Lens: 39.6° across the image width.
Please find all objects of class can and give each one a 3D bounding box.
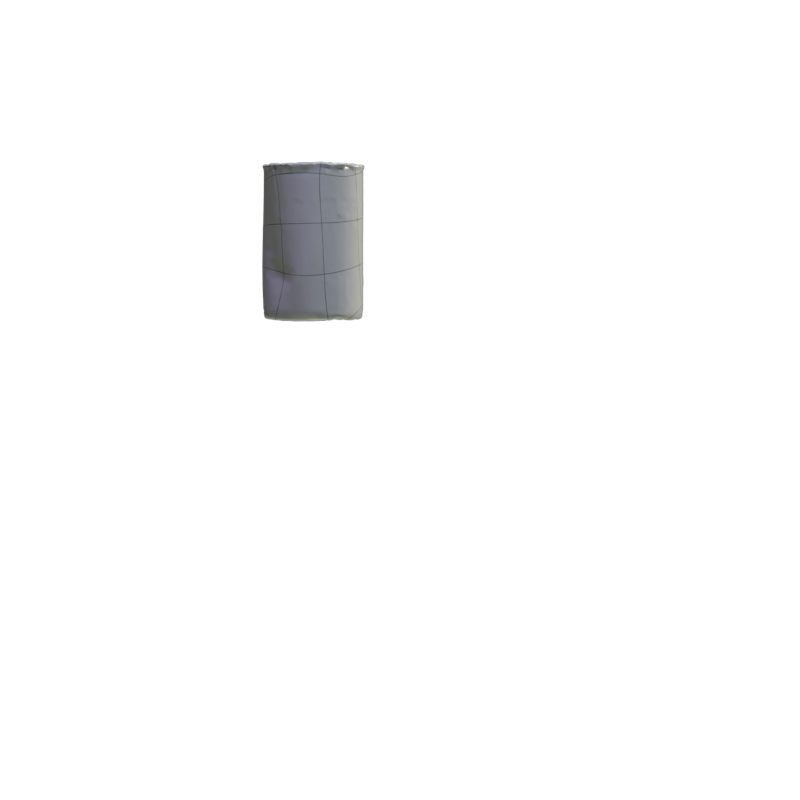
[{"bbox_3d":[-0.058,-0.105,0.736,0.068,0.102,0.069,0,2,-2],"label":"can"}]
